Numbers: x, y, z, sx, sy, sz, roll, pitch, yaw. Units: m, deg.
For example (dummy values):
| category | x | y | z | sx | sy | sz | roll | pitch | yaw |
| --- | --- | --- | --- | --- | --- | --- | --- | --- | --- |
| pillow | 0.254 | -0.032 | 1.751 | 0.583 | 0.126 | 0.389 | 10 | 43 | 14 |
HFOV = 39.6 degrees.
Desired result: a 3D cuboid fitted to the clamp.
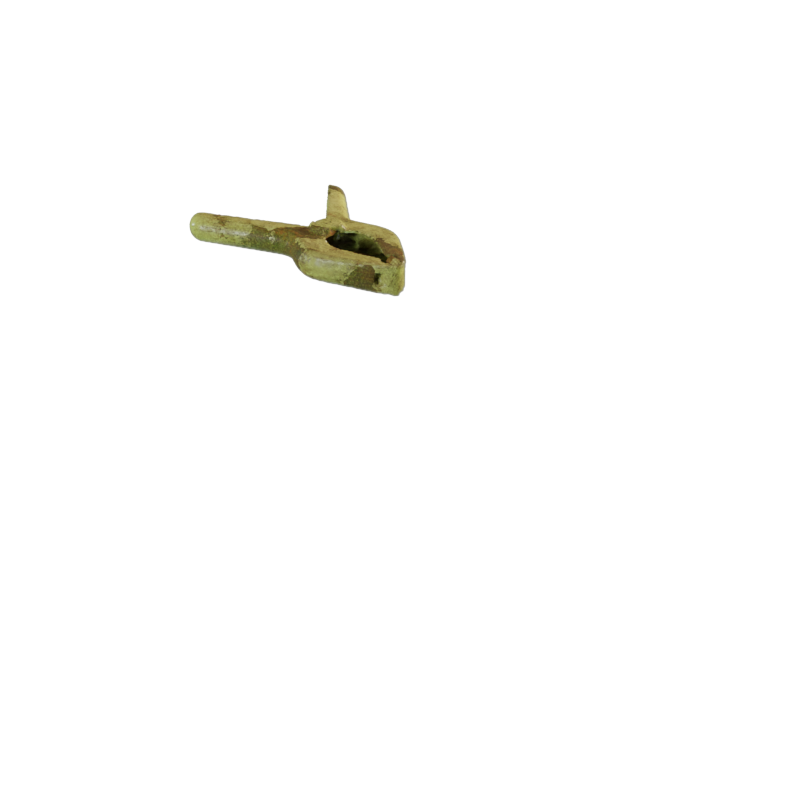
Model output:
| category | x | y | z | sx | sy | sz | roll | pitch | yaw |
| --- | --- | --- | --- | --- | --- | --- | --- | --- | --- |
| clamp | -0.075 | -0.137 | 0.957 | 0.162 | 0.034 | 0.225 | -16 | 32 | -27 |
